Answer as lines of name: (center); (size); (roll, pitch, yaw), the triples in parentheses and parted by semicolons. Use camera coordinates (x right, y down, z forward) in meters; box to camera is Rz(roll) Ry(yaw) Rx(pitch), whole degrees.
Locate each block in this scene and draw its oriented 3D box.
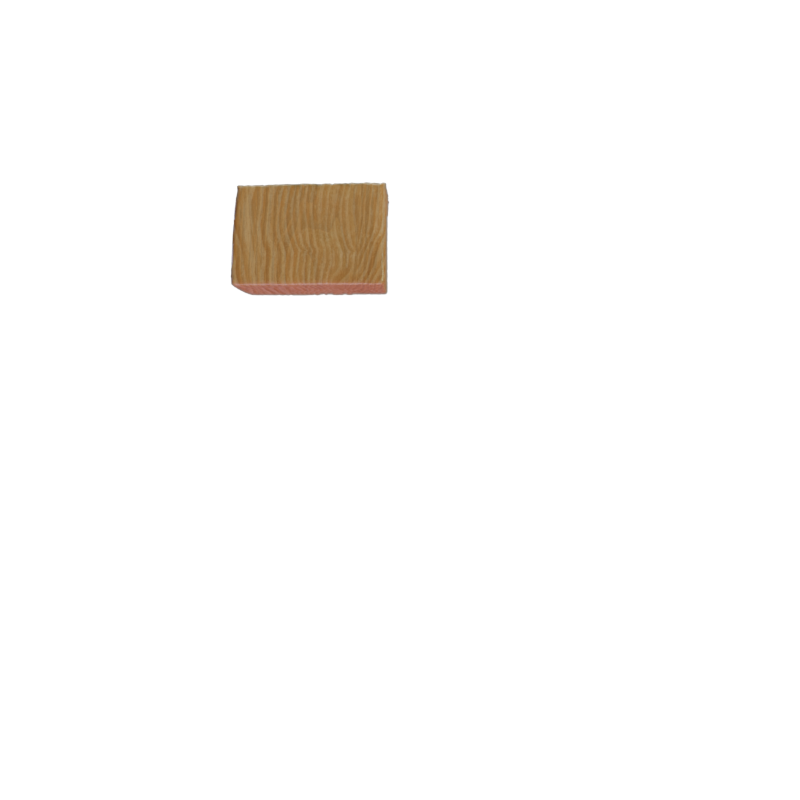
block: (-0.045, -0.082, 0.576); (0.078, 0.052, 0.052); (0, -5, 4)
